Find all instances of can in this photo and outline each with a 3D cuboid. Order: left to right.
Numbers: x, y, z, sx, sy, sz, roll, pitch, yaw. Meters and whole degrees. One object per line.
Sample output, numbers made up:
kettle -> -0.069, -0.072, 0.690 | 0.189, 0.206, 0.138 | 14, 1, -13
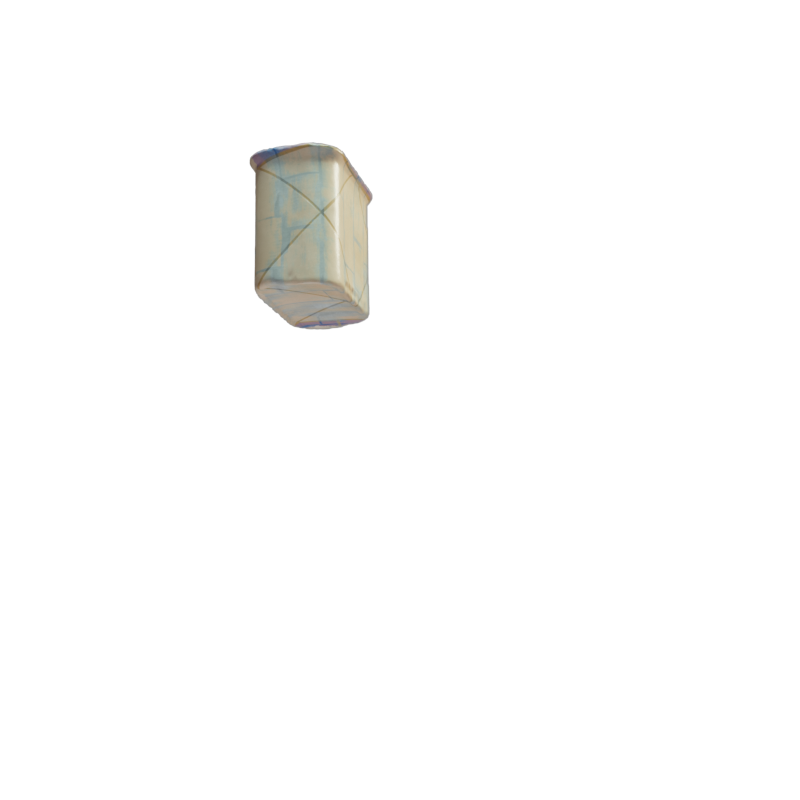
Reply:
can -> -0.052, -0.095, 0.667 | 0.058, 0.087, 0.096 | -5, -16, 14
